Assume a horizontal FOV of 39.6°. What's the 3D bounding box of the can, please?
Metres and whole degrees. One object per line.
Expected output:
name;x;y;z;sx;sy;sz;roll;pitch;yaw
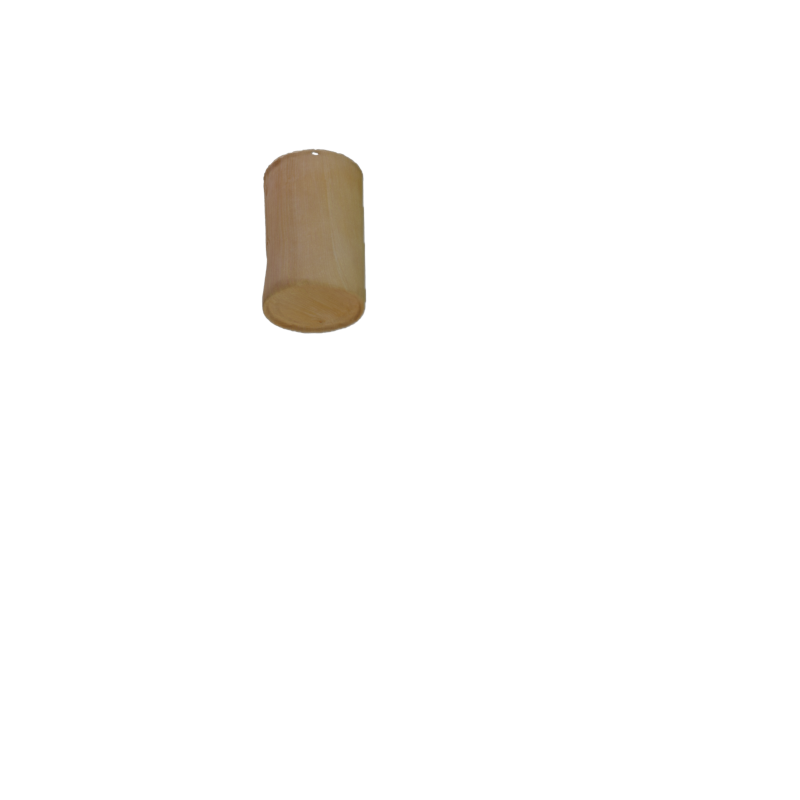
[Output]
can;-0.057;-0.103;0.724;0.068;0.109;0.064;0;-29;-2
